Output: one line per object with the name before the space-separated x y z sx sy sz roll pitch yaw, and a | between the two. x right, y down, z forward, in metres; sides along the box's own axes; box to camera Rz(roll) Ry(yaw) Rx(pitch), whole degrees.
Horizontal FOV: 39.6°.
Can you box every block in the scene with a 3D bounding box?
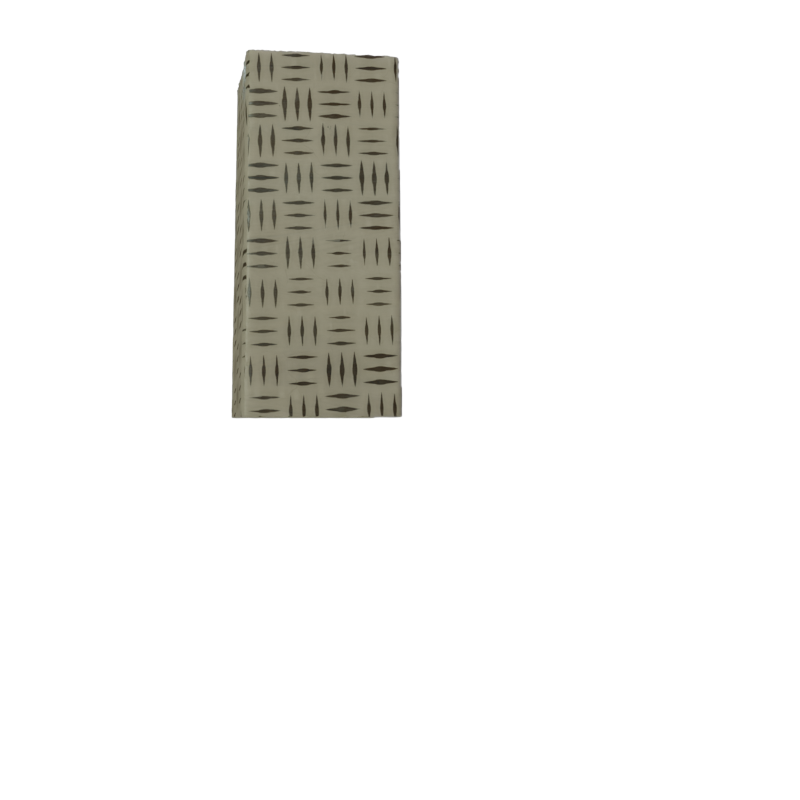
block | -0.051 -0.094 0.658 0.089 0.211 0.089 1 -8 -10
